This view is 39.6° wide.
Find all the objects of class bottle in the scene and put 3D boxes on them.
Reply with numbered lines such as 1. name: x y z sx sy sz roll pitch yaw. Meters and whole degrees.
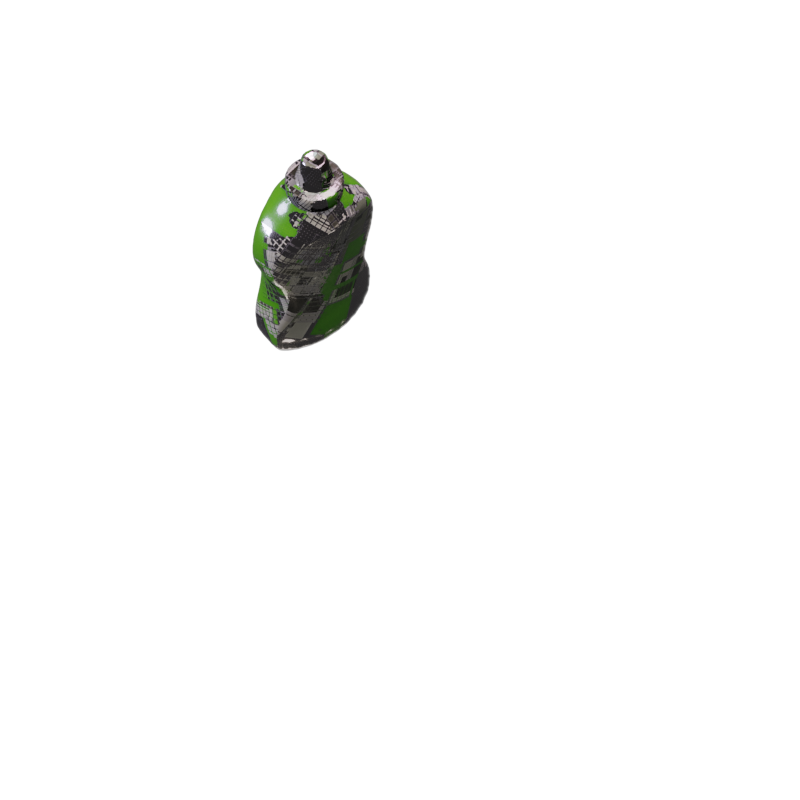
1. bottle: -0.064 -0.116 0.817 0.096 0.062 0.180 -33 -23 -21
